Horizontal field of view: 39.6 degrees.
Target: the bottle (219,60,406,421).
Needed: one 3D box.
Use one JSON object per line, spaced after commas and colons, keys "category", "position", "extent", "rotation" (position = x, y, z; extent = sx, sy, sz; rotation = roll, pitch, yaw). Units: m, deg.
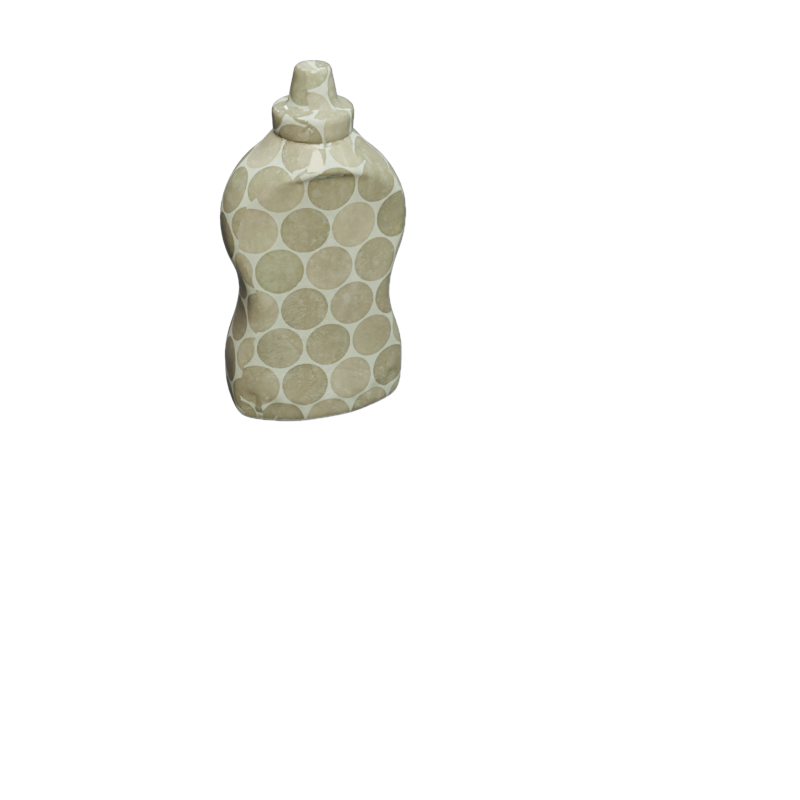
{"category": "bottle", "position": [-0.046, -0.083, 0.580], "extent": [0.095, 0.181, 0.063], "rotation": [-7, 31, -14]}
